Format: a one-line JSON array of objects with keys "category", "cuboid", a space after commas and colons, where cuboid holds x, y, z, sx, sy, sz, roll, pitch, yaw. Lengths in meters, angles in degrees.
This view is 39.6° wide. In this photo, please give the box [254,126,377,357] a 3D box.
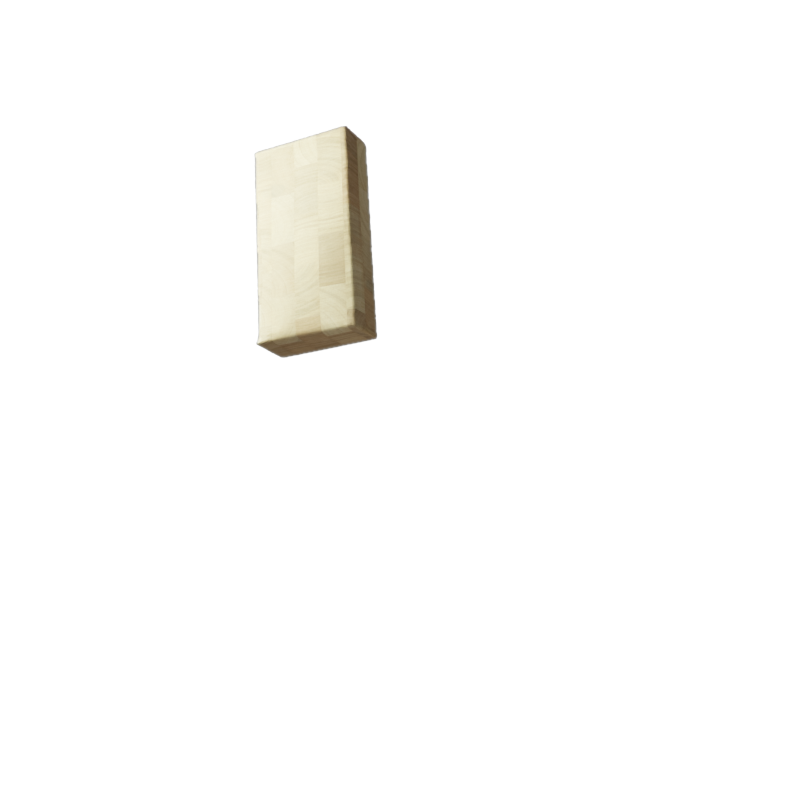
[{"category": "box", "cuboid": [-0.071, -0.131, 0.915, 0.095, 0.186, 0.045, -12, -25, 25]}]
